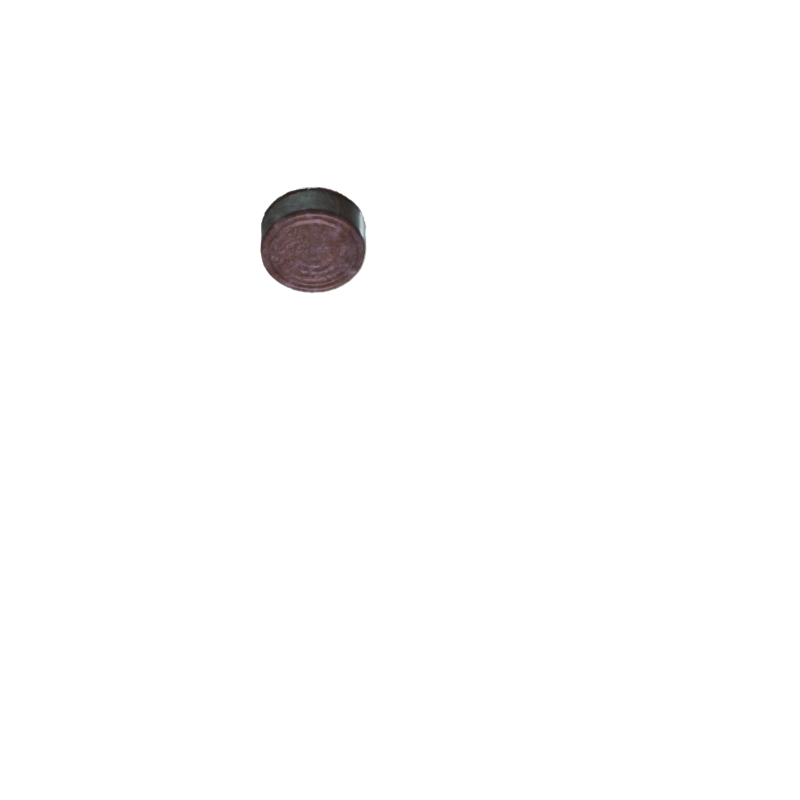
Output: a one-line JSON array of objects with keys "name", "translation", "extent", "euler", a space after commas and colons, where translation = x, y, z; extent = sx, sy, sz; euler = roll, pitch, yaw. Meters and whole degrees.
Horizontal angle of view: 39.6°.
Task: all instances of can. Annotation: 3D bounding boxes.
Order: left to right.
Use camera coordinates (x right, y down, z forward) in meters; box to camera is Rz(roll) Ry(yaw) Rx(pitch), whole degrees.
[{"name": "can", "translation": [-0.070, -0.127, 0.892], "extent": [0.086, 0.080, 0.036], "euler": [1, 42, -1]}]
